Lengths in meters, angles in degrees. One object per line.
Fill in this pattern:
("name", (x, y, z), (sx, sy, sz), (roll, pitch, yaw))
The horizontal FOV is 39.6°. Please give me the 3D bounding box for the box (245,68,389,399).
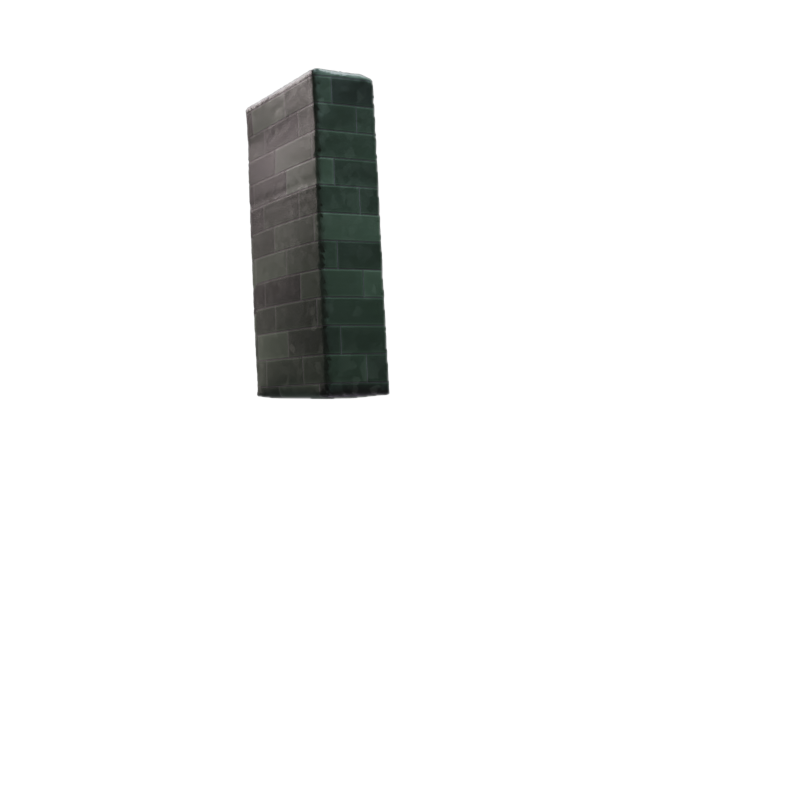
("box", (-0.049, -0.090, 0.628), (0.046, 0.180, 0.095), (4, -8, -30))
